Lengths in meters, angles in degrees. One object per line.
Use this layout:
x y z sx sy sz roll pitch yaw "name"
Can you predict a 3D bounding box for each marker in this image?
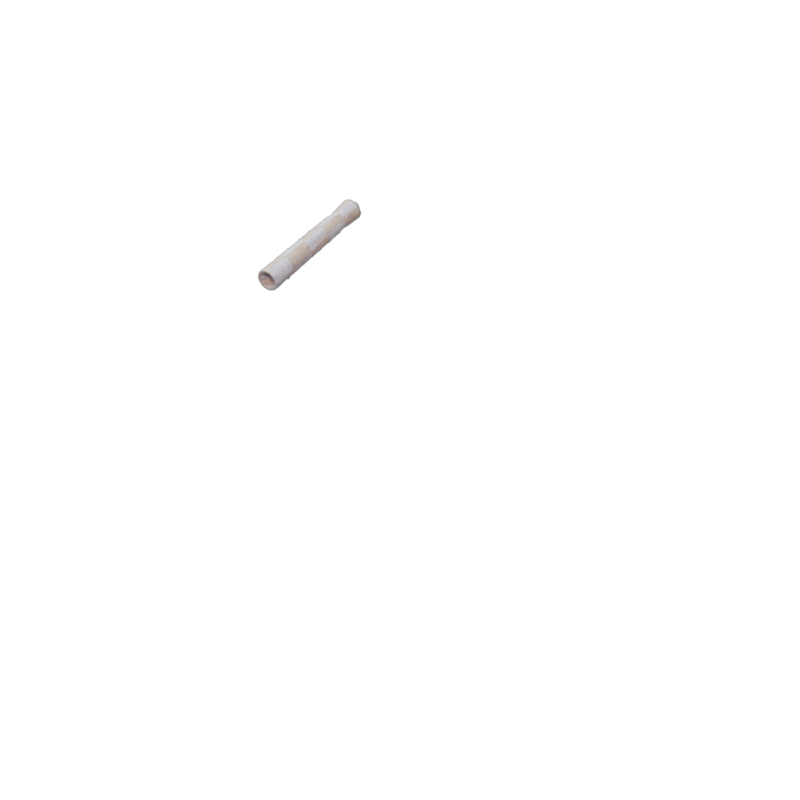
-0.069 -0.126 0.883 0.021 0.019 0.123 2 36 38 "marker"
